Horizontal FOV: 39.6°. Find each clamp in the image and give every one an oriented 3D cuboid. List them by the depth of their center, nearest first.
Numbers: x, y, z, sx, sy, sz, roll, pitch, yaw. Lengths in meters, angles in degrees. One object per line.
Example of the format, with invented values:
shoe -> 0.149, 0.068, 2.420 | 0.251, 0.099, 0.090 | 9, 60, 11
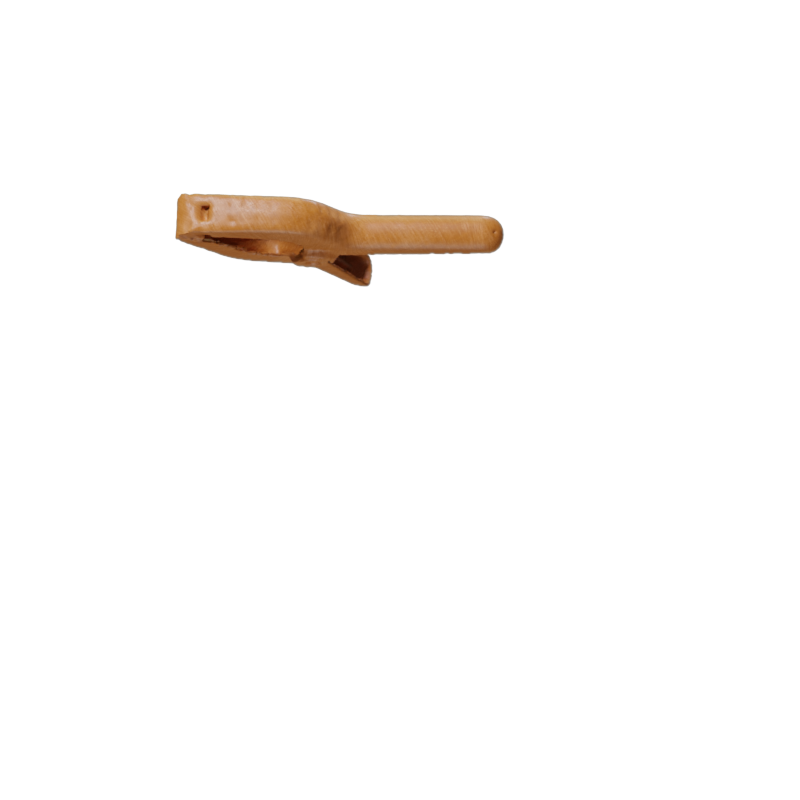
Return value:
clamp -> -0.060, -0.109, 0.760 | 0.203, 0.037, 0.166 | 3, -7, -27
